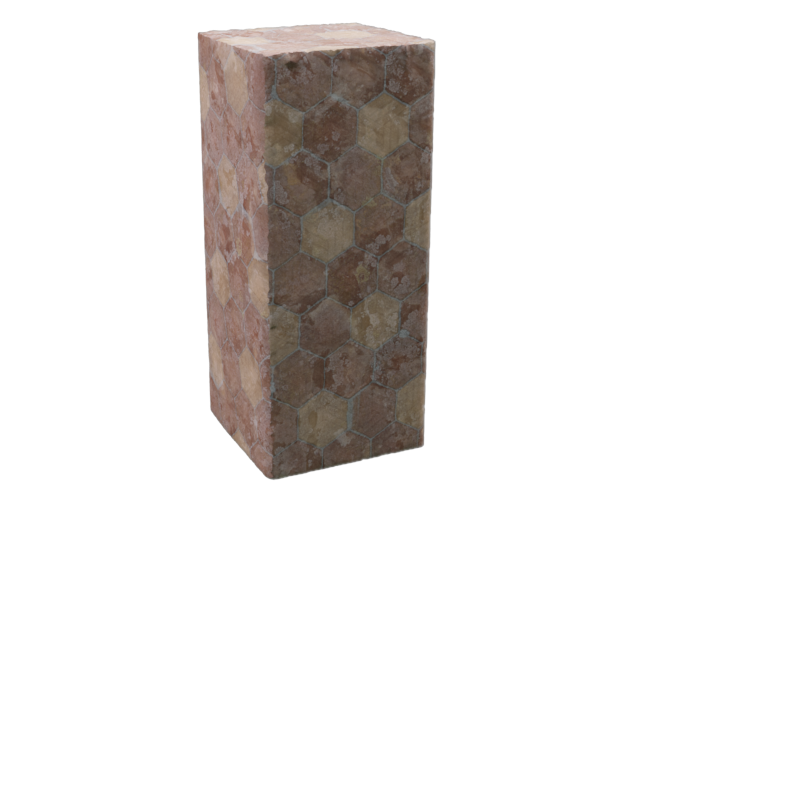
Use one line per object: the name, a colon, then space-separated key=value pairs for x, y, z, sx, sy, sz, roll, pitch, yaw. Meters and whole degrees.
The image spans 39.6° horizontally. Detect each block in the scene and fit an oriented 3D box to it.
block: x=-0.044 y=-0.079 z=0.557 sx=0.089 sy=0.198 sz=0.096 roll=-8 pitch=22 yaw=-25
